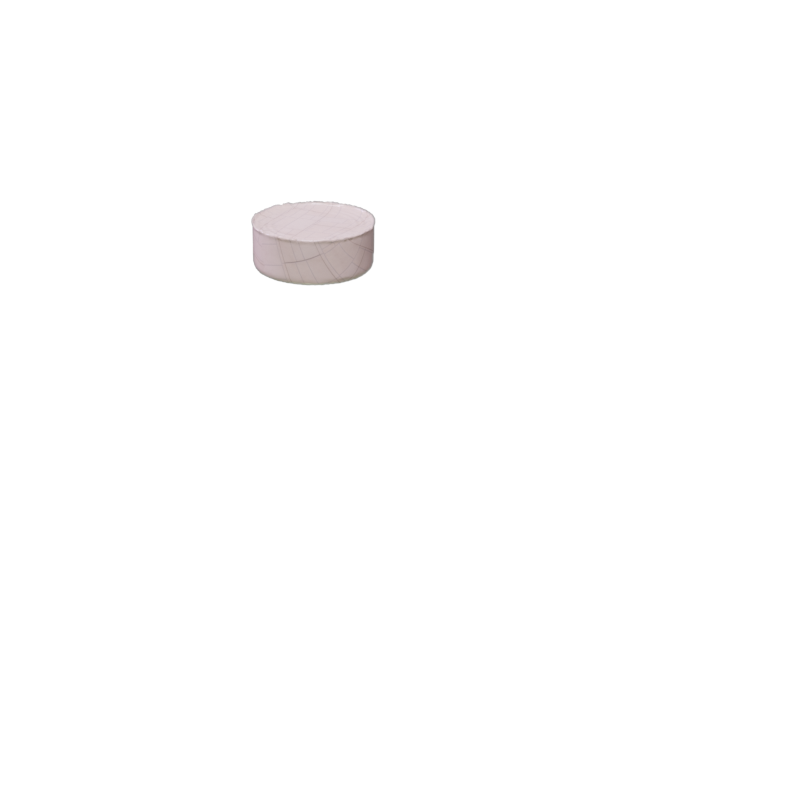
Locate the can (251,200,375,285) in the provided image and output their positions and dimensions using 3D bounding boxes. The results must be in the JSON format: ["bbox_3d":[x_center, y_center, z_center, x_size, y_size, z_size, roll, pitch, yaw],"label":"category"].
[{"bbox_3d":[-0.060,-0.110,0.770,0.086,0.032,0.090,-1,26,-2],"label":"can"}]
